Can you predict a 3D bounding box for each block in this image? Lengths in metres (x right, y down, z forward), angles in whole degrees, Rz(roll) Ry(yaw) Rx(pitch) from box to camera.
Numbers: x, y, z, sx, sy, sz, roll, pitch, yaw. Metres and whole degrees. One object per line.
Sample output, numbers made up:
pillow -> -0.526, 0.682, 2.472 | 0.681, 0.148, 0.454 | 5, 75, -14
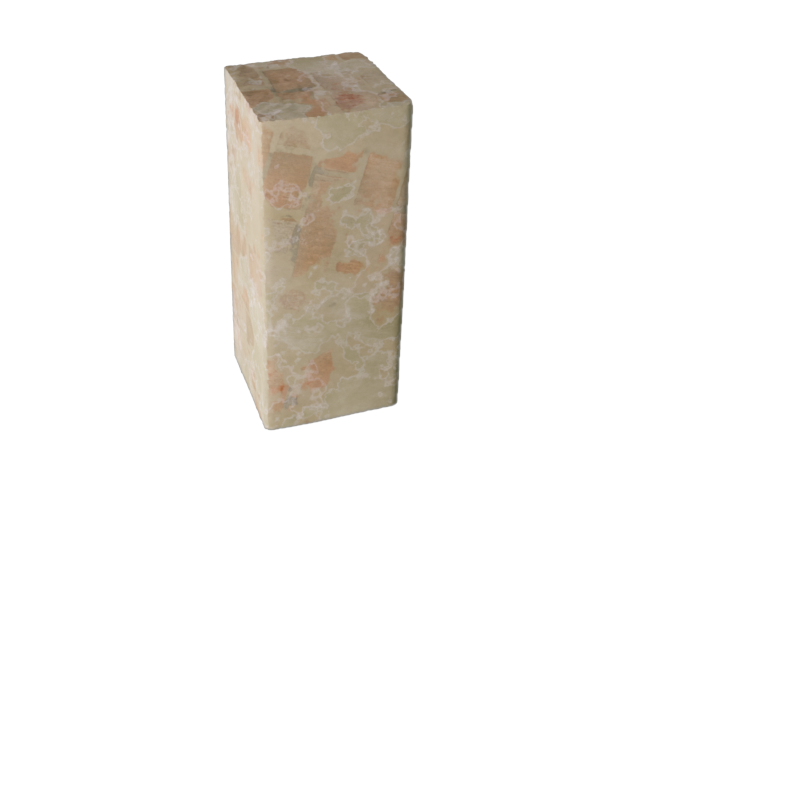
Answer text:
block -> -0.052, -0.097, 0.679 | 0.089, 0.194, 0.098 | -9, 33, -18
